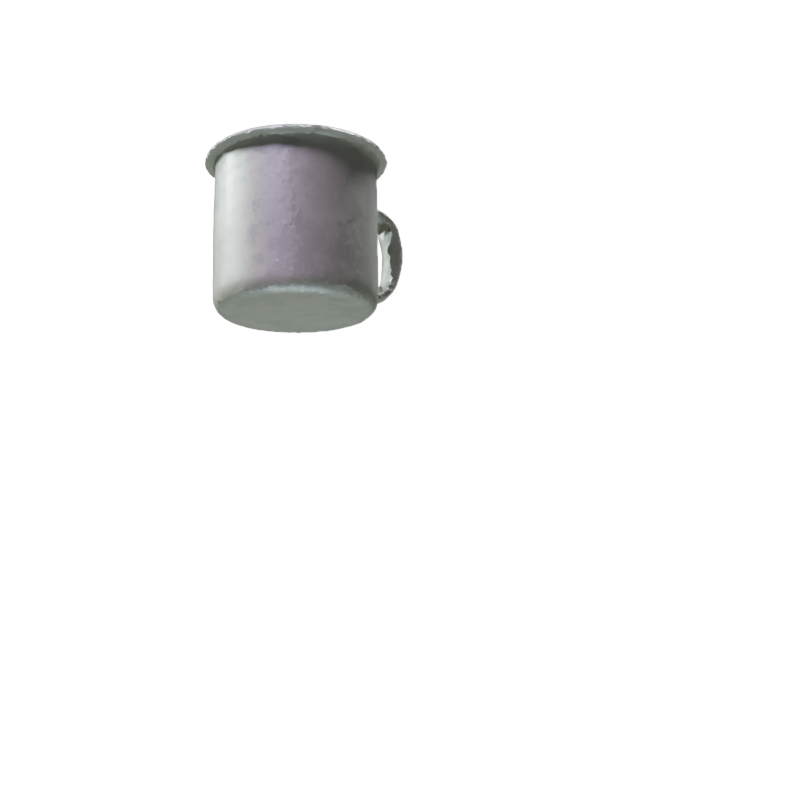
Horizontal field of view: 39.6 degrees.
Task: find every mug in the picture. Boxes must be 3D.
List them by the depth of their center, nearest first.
[{"bbox_3d":[-0.044,-0.080,0.564,0.111,0.085,0.095,14,-21,-43],"label":"mug"}]
